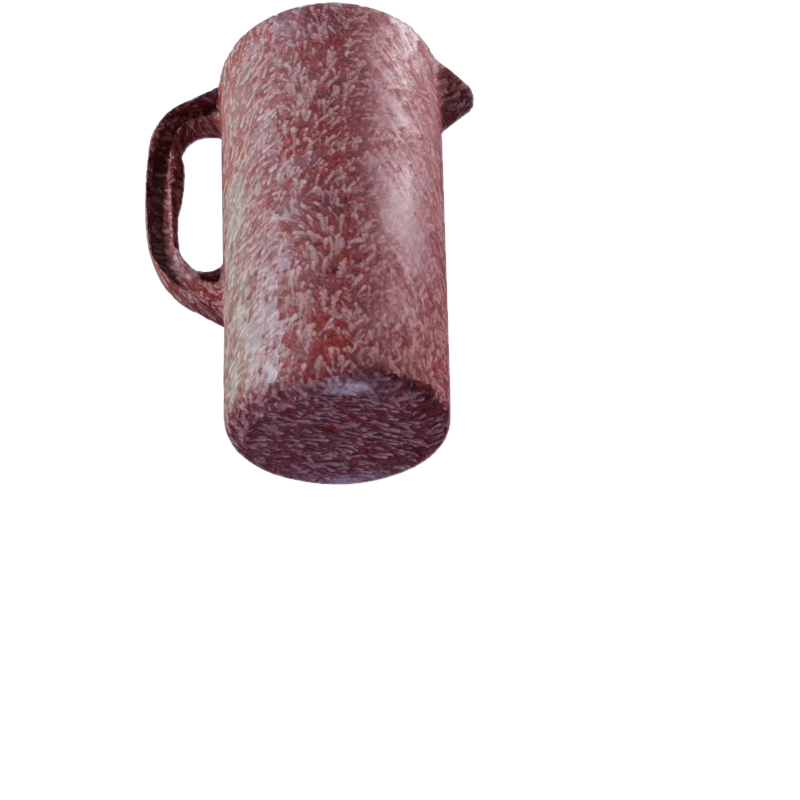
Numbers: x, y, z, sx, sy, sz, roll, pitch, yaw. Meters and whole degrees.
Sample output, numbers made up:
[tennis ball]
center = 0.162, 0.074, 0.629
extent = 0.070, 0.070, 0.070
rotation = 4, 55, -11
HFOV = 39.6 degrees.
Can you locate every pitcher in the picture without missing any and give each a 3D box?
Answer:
[pitcher]
center = -0.047, -0.085, 0.595
extent = 0.136, 0.260, 0.148
rotation = 26, -44, -34
